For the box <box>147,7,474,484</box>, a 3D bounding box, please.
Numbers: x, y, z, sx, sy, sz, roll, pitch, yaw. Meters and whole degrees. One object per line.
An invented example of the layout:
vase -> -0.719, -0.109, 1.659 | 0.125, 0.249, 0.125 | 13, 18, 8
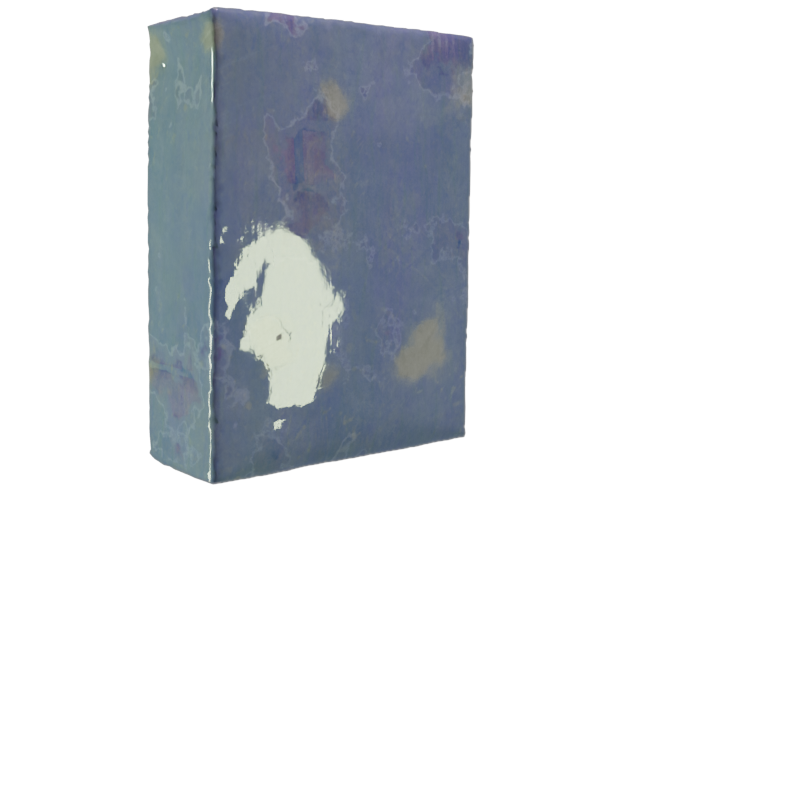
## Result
box -> -0.044, -0.080, 0.560 | 0.159, 0.212, 0.075 | -5, 6, -40
